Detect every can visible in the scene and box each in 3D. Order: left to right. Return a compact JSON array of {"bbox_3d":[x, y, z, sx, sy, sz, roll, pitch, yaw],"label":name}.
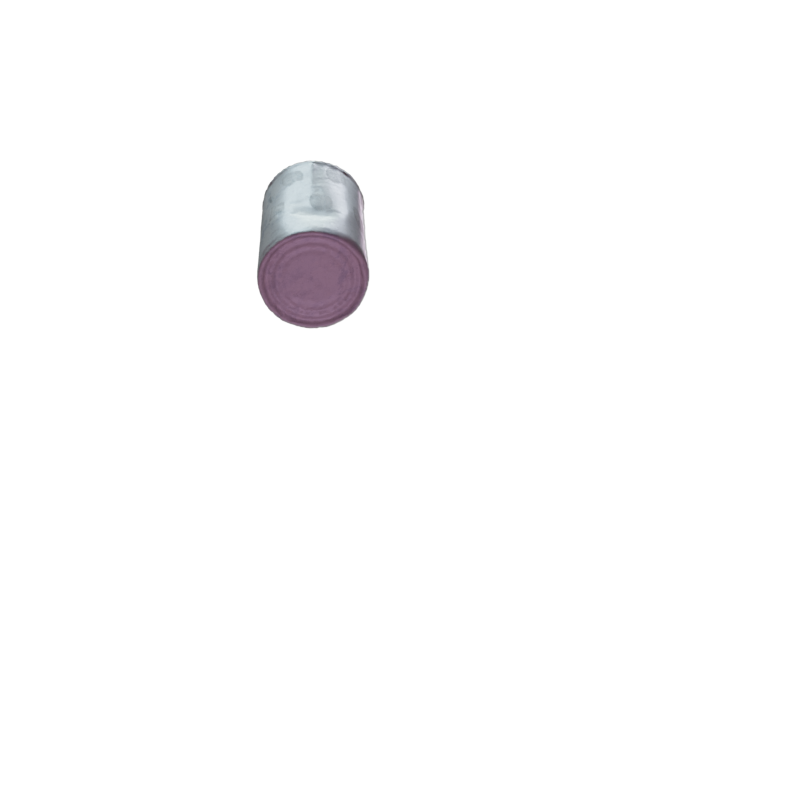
[{"bbox_3d":[-0.054,-0.099,0.694,0.068,0.064,0.109,-1,32,-3],"label":"can"}]
